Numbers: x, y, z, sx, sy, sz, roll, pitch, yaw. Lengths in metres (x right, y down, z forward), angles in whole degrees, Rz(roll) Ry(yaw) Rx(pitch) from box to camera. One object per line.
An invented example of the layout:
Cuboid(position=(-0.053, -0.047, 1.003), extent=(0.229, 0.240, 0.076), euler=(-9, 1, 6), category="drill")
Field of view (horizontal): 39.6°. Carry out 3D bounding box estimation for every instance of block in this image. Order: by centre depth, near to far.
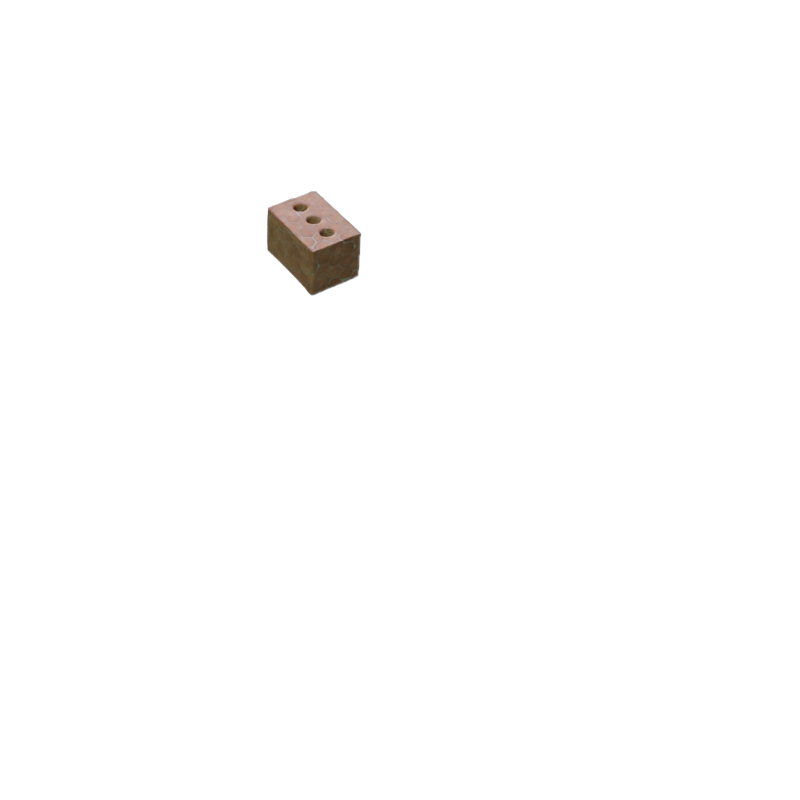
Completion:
Cuboid(position=(-0.077, -0.141, 0.987), extent=(0.052, 0.048, 0.084), euler=(-24, 48, -25), category="block")
